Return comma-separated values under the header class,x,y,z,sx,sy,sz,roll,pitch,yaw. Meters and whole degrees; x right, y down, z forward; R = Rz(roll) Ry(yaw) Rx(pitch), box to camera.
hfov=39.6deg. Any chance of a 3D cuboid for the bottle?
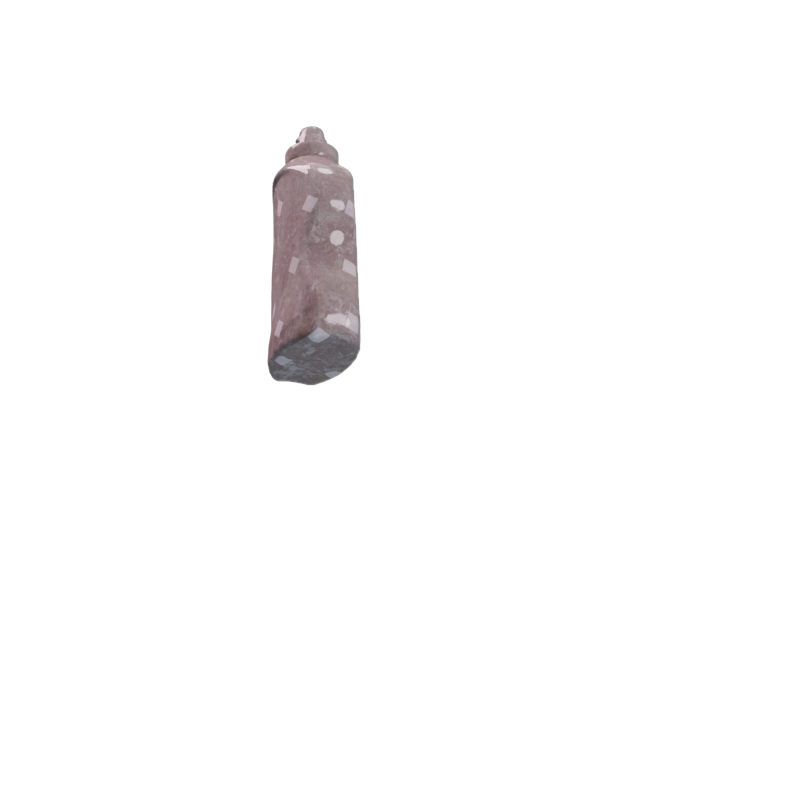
class,x,y,z,sx,sy,sz,roll,pitch,yaw
bottle,-0.064,-0.115,0.807,0.057,0.203,0.093,8,-27,-19
